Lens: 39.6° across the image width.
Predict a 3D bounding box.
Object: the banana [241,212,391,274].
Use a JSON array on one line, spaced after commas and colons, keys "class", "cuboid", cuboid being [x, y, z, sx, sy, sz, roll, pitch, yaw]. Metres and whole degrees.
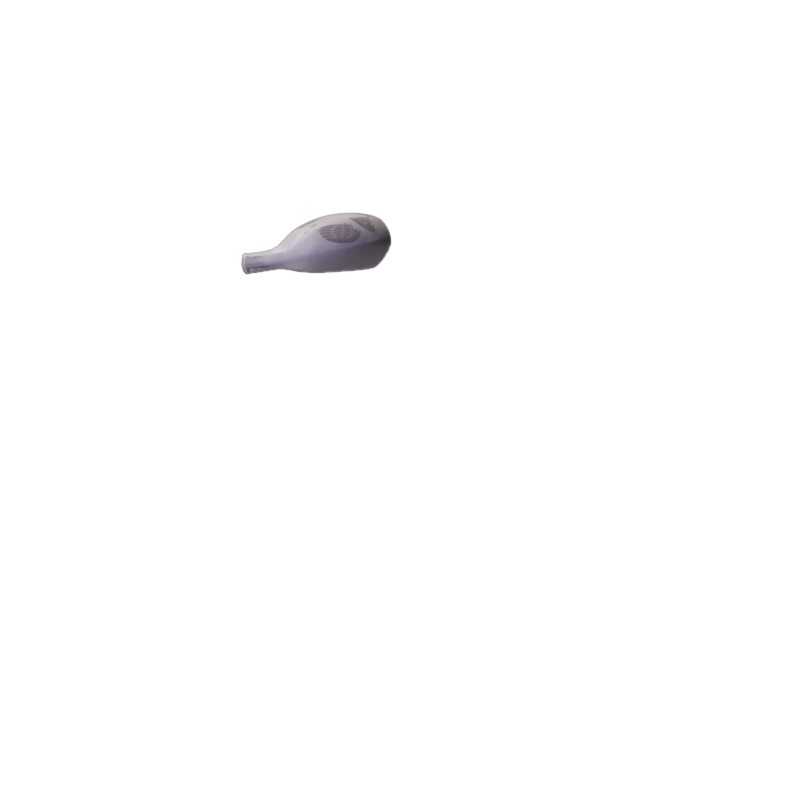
[{"class": "banana", "cuboid": [-0.040, -0.102, 0.718, 0.071, 0.036, 0.196, 1, 8, 12]}]
